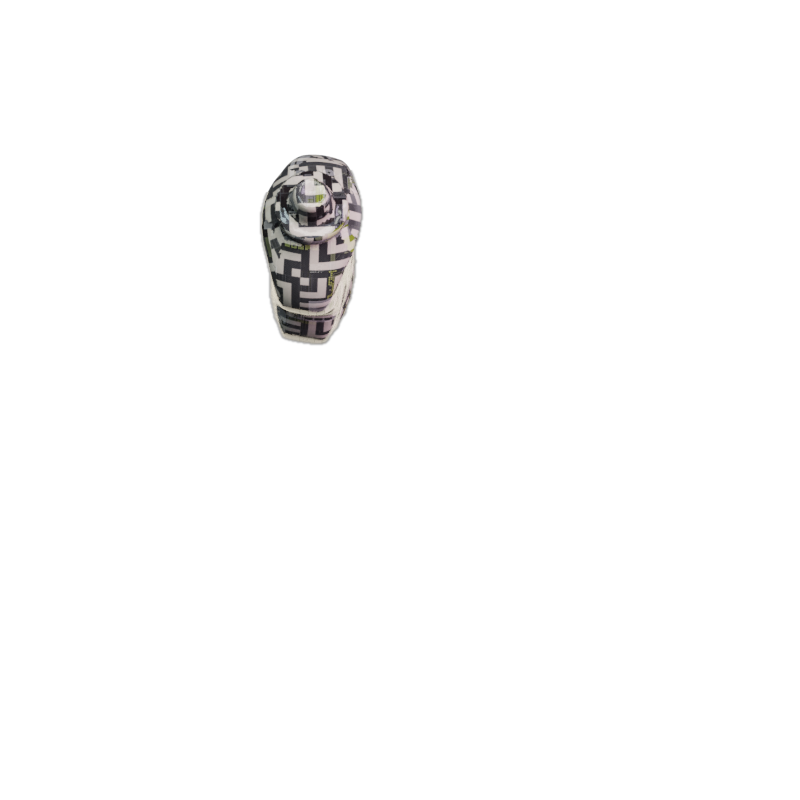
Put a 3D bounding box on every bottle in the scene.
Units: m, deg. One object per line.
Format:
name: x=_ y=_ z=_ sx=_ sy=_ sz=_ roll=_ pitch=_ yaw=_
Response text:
bottle: x=-0.054 y=-0.098 z=0.683 sx=0.058 sy=0.099 sz=0.187 roll=9 pitch=-10 yaw=-3
